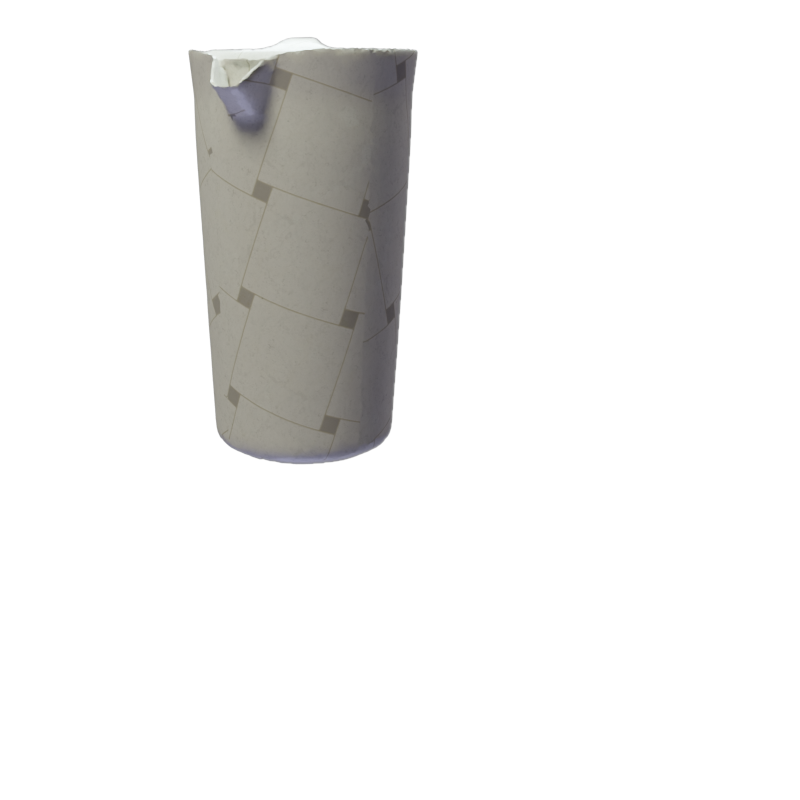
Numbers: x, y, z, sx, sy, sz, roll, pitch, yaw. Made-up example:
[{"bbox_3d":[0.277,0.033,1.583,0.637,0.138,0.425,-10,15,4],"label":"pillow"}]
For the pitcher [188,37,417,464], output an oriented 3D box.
[{"bbox_3d":[-0.053,-0.096,0.672,0.146,0.237,0.152,-3,12,-19],"label":"pitcher"}]
